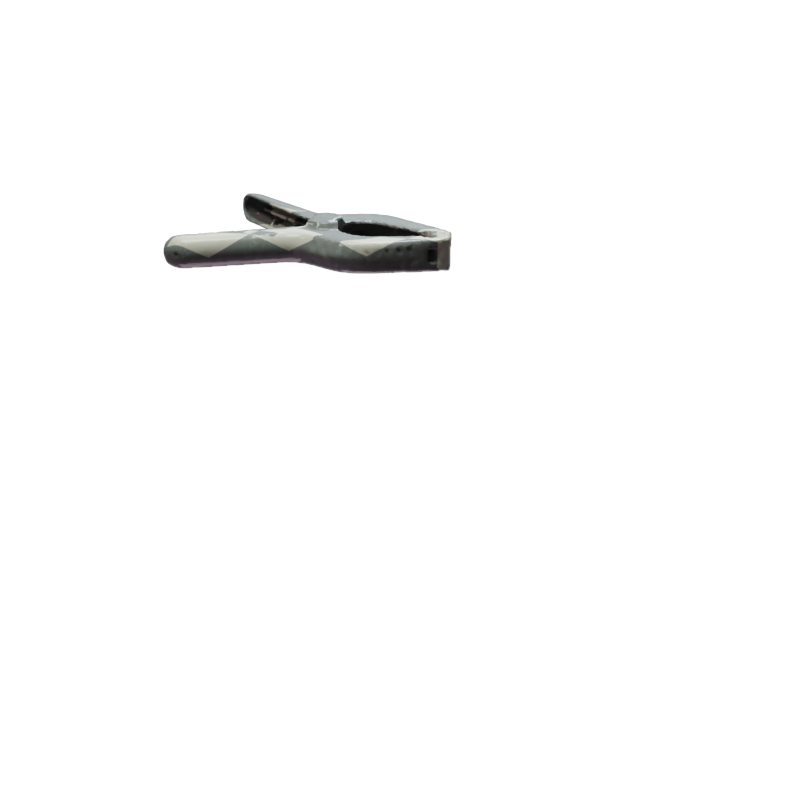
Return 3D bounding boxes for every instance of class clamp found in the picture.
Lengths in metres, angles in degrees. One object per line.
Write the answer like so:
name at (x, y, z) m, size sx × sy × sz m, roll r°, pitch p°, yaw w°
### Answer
clamp at (-0.067, -0.123, 0.861) m, size 0.218 × 0.035 × 0.166 m, roll 11°, pitch 26°, yaw 23°
